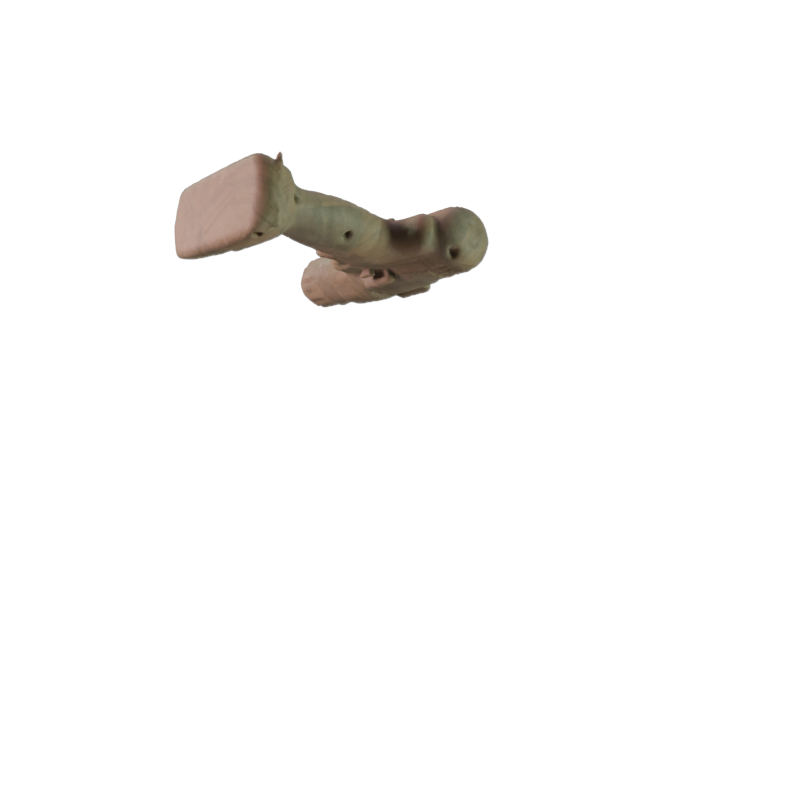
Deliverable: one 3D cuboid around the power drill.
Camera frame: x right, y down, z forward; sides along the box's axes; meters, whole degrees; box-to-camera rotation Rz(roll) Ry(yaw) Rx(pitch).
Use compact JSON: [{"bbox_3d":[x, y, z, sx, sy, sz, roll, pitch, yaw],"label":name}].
[{"bbox_3d":[-0.061,-0.112,0.784,0.178,0.059,0.187,9,-15,-39],"label":"power drill"}]
